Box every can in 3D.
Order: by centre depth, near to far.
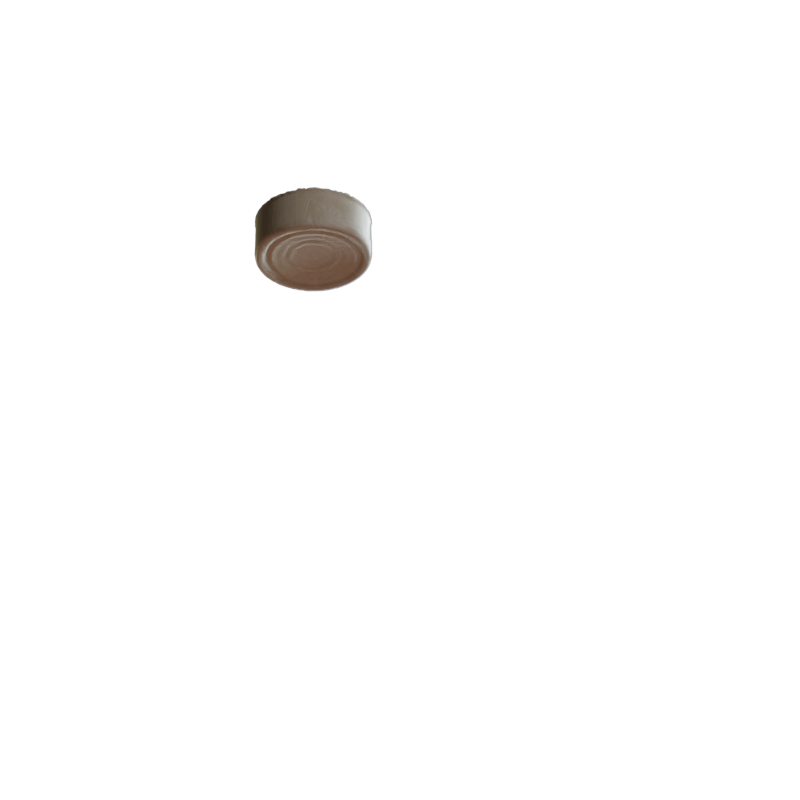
[{"bbox_3d":[-0.063,-0.114,0.801,0.086,0.036,0.081,1,-30,-2],"label":"can"}]
